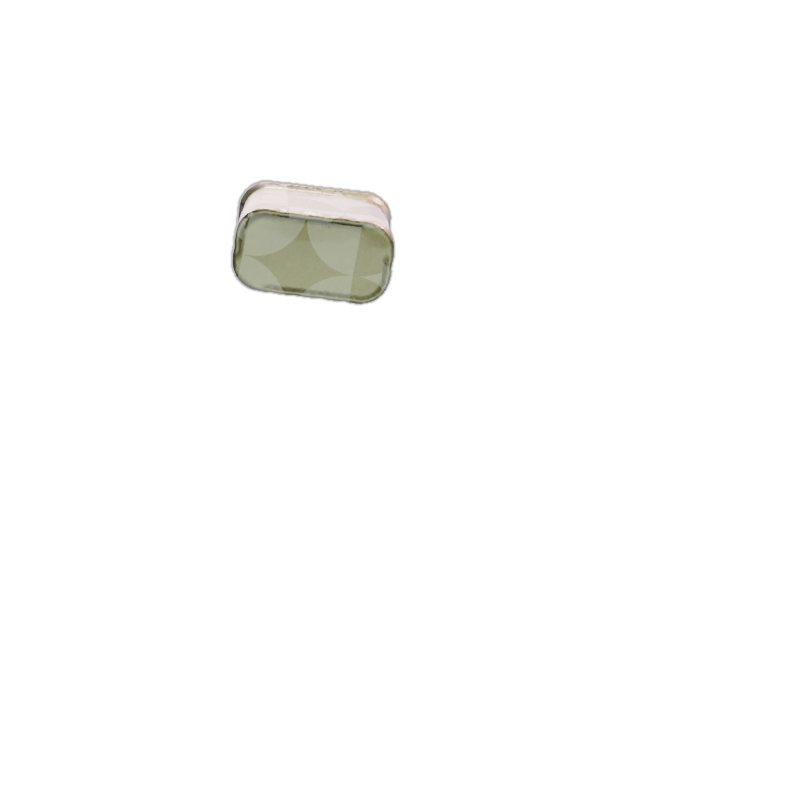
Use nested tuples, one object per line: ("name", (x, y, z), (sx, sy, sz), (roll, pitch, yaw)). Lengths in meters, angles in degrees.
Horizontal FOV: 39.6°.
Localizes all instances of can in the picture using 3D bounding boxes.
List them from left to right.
("can", (-0.055, -0.100, 0.700), (0.101, 0.056, 0.087), (6, 17, -4))
